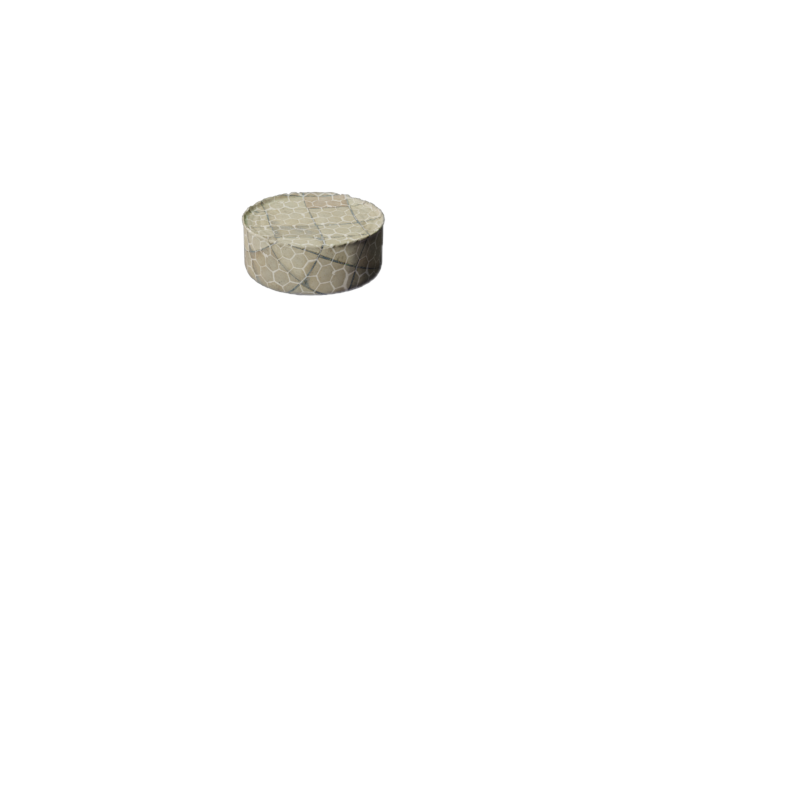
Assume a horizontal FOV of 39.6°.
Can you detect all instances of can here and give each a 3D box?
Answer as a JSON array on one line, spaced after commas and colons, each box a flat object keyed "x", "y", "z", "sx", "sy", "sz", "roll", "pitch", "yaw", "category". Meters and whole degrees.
[{"x": -0.053, "y": -0.096, "z": 0.671, "sx": 0.086, "sy": 0.032, "sz": 0.091, "roll": -1, "pitch": 29, "yaw": -2, "category": "can"}]
